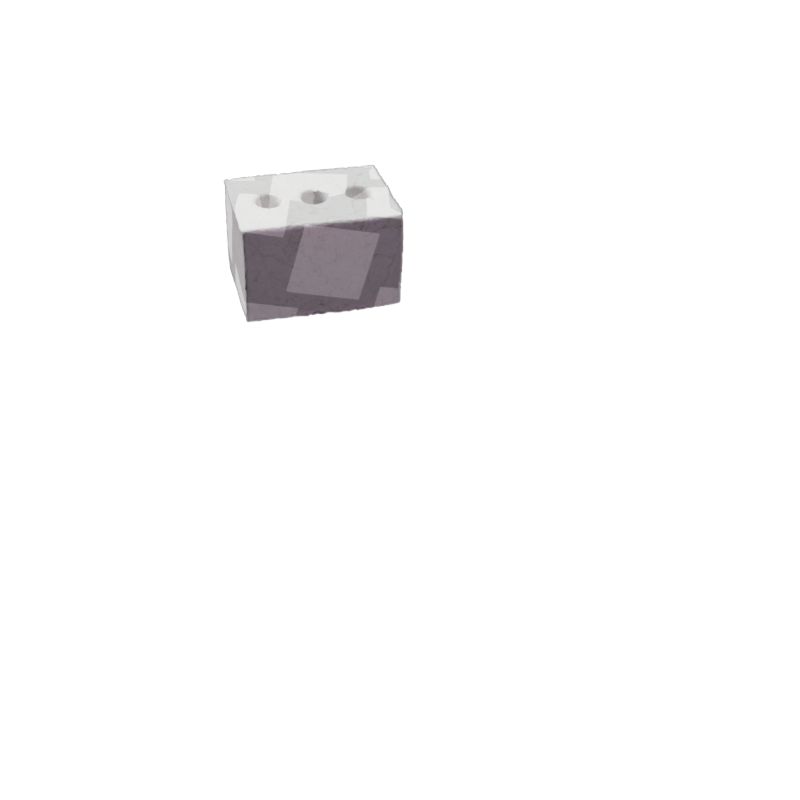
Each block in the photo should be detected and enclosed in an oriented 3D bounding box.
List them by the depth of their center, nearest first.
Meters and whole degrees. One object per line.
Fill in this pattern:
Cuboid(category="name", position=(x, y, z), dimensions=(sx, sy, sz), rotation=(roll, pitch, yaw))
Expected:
Cuboid(category="block", position=(-0.042, -0.076, 0.532), dimensions=(0.077, 0.048, 0.057), rotation=(-8, 35, -12))
